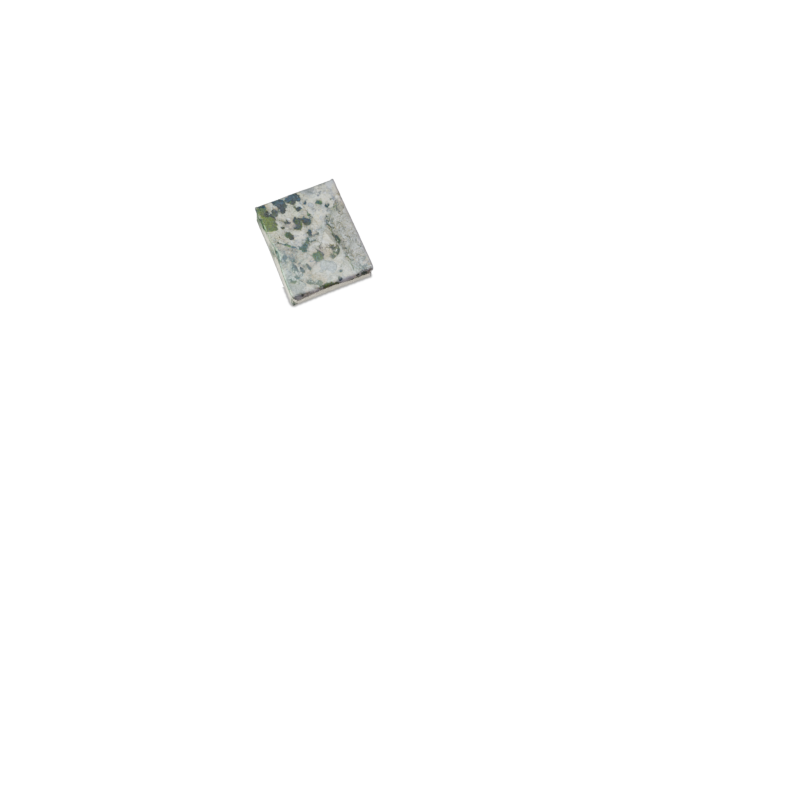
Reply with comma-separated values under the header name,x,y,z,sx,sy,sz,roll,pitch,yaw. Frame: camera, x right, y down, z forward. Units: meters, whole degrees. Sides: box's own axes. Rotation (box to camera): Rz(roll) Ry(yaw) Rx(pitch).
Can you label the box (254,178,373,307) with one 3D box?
name,x,y,z,sx,sy,sz,roll,pitch,yaw
box,-0.073,-0.133,0.933,0.073,0.094,0.029,-21,-18,-8
